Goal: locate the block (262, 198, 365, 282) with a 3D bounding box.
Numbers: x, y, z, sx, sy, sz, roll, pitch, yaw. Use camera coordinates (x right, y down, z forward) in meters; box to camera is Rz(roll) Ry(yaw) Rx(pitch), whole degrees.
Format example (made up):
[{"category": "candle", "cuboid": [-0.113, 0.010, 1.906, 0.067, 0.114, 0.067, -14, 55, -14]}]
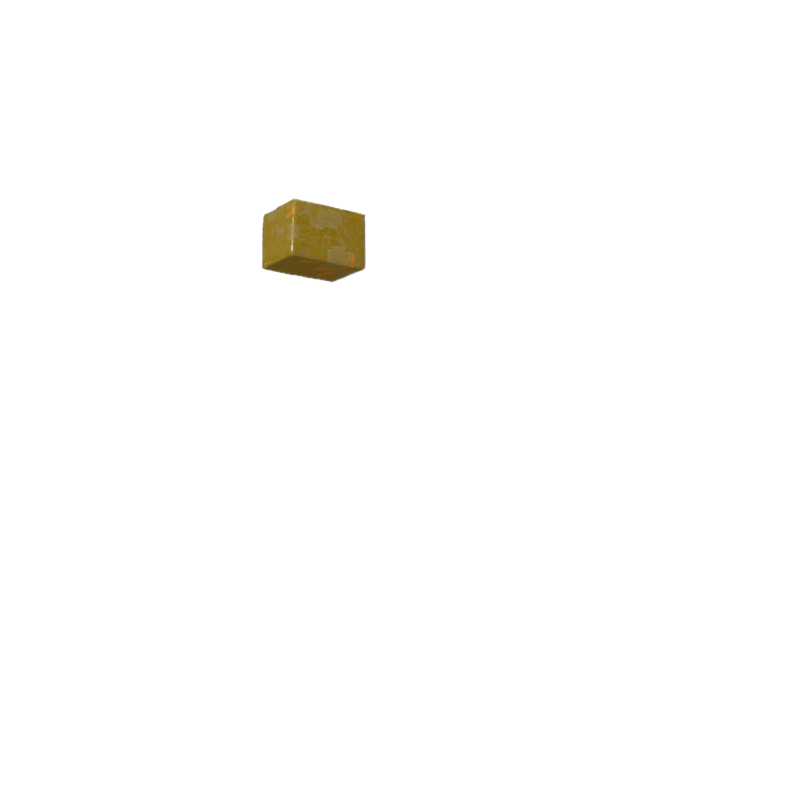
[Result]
[{"category": "block", "cuboid": [-0.076, -0.139, 0.971, 0.074, 0.053, 0.053, 9, -17, -34]}]
